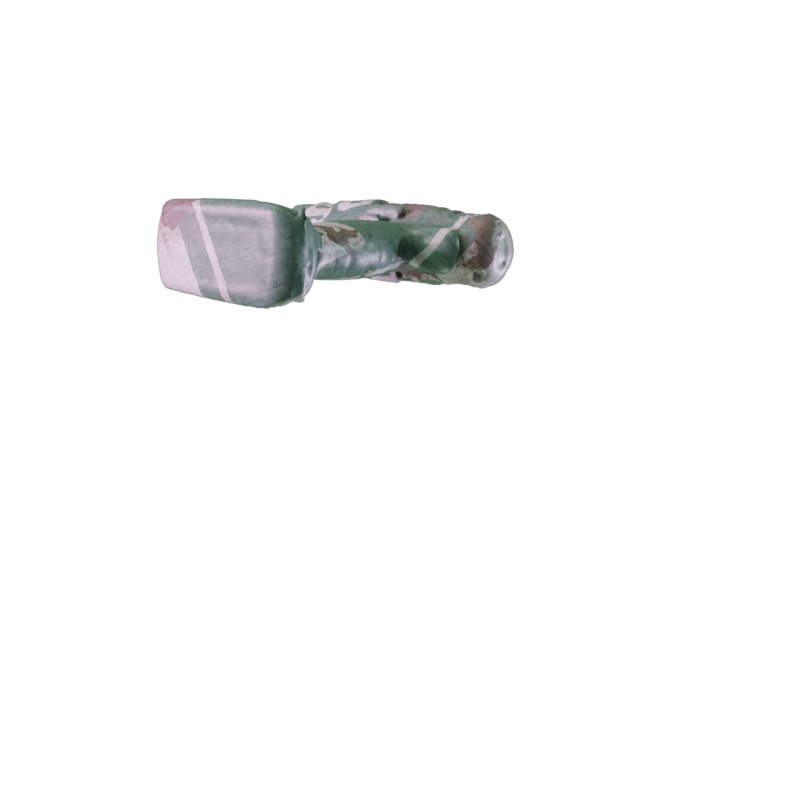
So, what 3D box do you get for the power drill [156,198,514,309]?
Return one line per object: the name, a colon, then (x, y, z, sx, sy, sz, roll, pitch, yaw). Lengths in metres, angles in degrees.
power drill: (-0.053, -0.096, 0.675, 0.193, 0.056, 0.182, 10, 15, 40)
